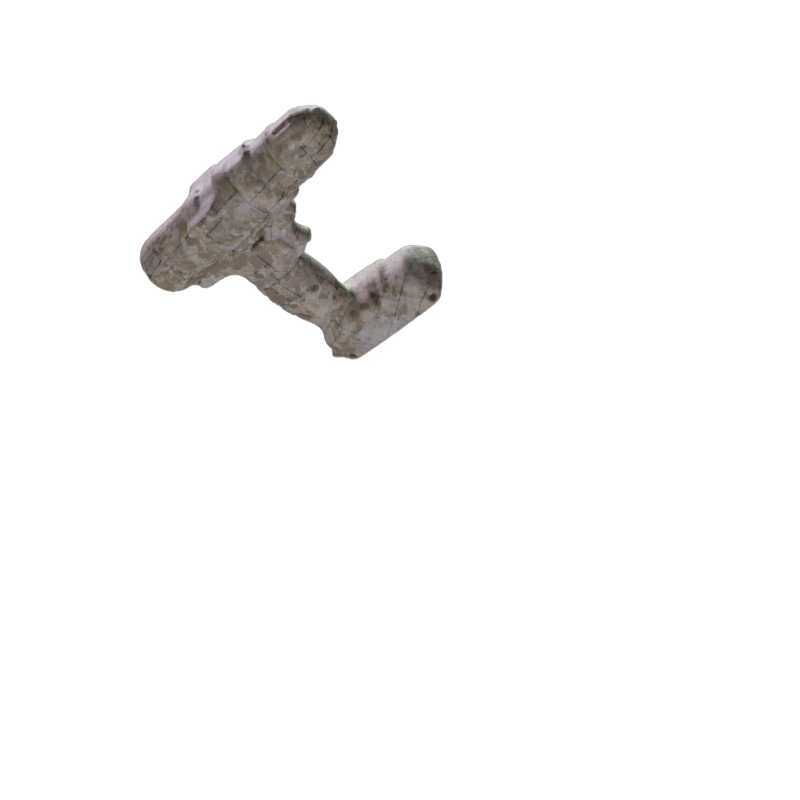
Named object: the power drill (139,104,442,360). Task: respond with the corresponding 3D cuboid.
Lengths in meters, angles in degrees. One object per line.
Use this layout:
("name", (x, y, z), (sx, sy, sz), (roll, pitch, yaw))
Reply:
("power drill", (-0.061, -0.111, 0.774), (0.176, 0.062, 0.183), (30, -47, -32))
